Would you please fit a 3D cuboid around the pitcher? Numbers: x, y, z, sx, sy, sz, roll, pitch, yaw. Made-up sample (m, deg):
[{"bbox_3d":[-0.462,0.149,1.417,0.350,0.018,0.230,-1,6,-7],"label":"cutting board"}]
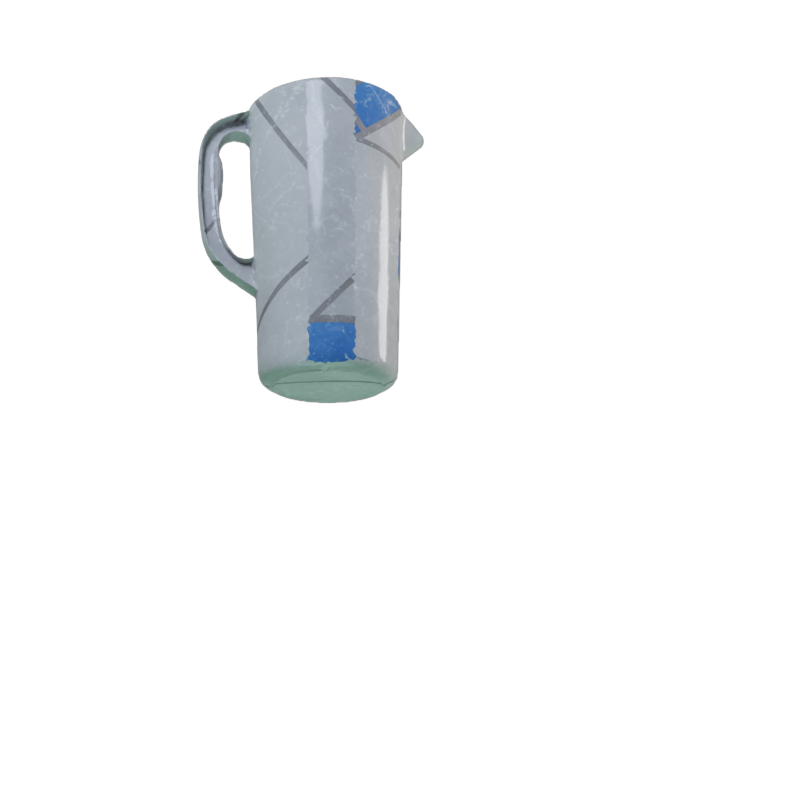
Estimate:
[{"bbox_3d":[-0.070,-0.128,0.894,0.152,0.256,0.135,-15,-25,31],"label":"pitcher"}]
